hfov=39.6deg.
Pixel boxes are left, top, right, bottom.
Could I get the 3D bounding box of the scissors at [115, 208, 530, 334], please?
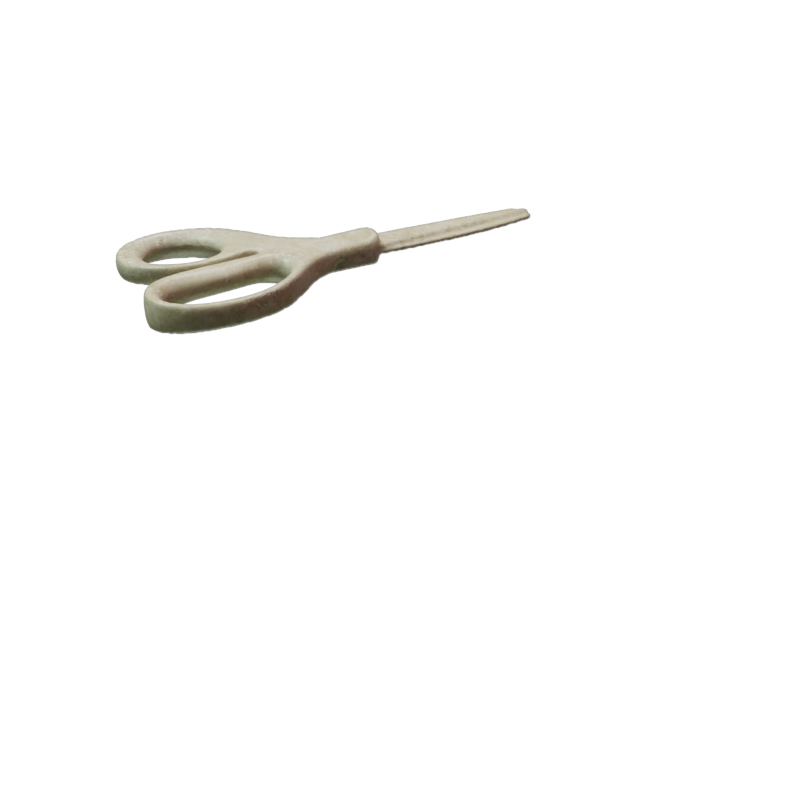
[{"bbox_3d":[-0.039,-0.071,0.496,0.102,0.015,0.200,22,34,37],"label":"scissors"}]
